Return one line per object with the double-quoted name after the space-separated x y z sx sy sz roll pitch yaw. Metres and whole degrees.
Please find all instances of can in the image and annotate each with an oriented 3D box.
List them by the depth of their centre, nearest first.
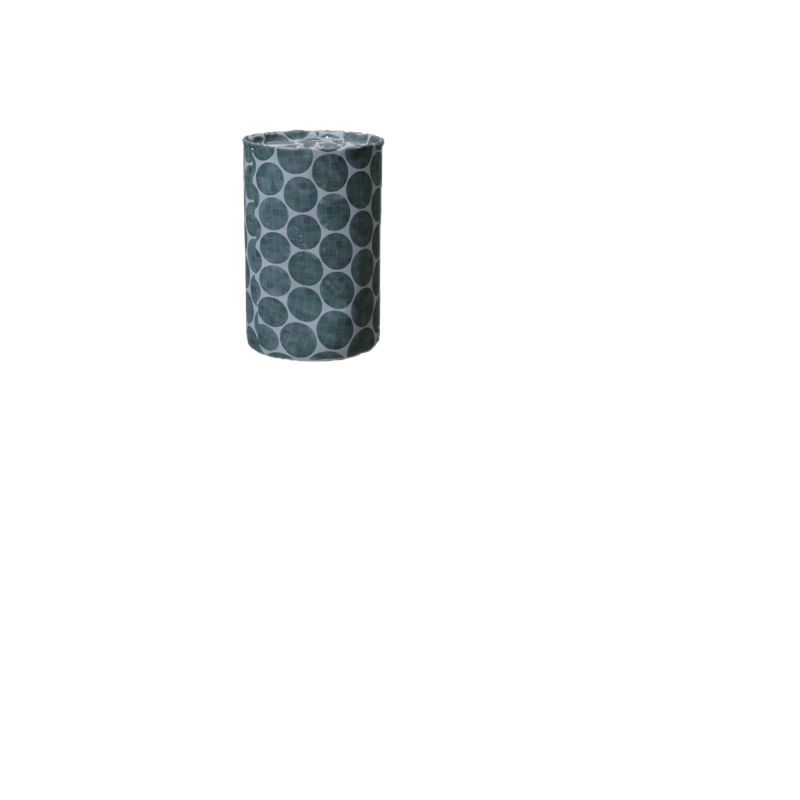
-0.042 -0.077 0.540 0.068 0.099 0.071 0 15 -2 "can"
